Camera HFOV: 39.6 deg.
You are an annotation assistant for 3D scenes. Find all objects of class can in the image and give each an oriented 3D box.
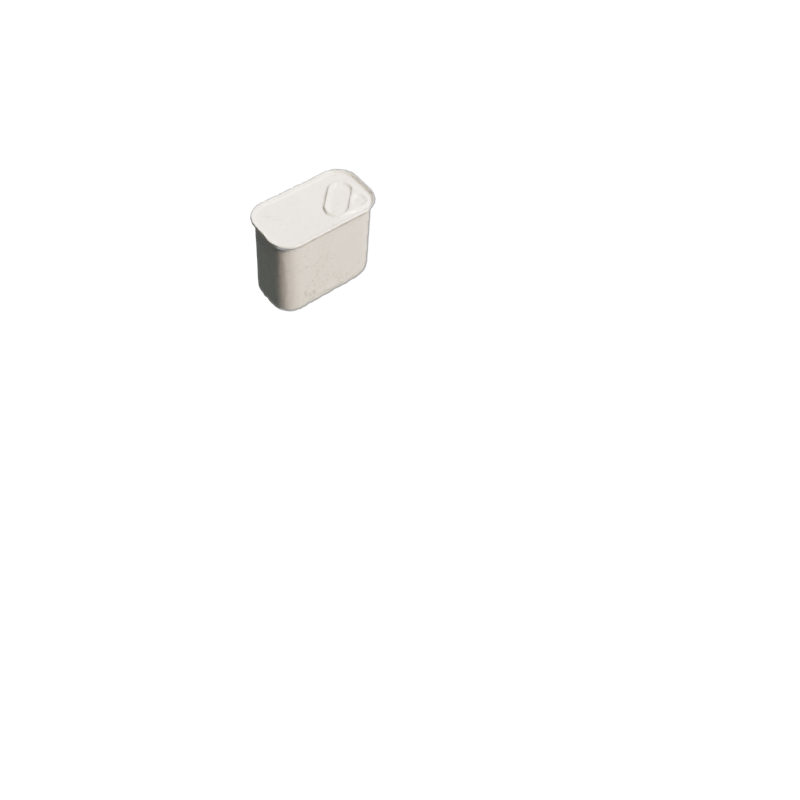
[{"bbox_3d":[-0.072,-0.132,0.925,0.102,0.078,0.062,-31,58,-24],"label":"can"}]
